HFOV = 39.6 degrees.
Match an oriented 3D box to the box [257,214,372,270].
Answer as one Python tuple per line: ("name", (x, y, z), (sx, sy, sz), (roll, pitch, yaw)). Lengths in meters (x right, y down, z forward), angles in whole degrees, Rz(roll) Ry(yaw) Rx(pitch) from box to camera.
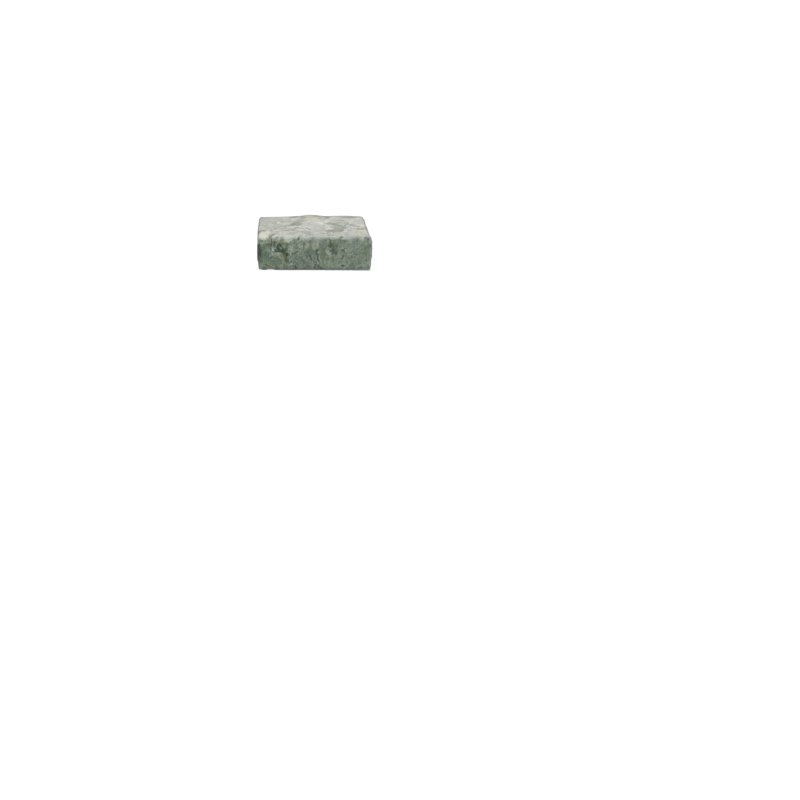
("box", (-0.069, -0.126, 0.884), (0.089, 0.029, 0.076), (-1, 20, -4))
